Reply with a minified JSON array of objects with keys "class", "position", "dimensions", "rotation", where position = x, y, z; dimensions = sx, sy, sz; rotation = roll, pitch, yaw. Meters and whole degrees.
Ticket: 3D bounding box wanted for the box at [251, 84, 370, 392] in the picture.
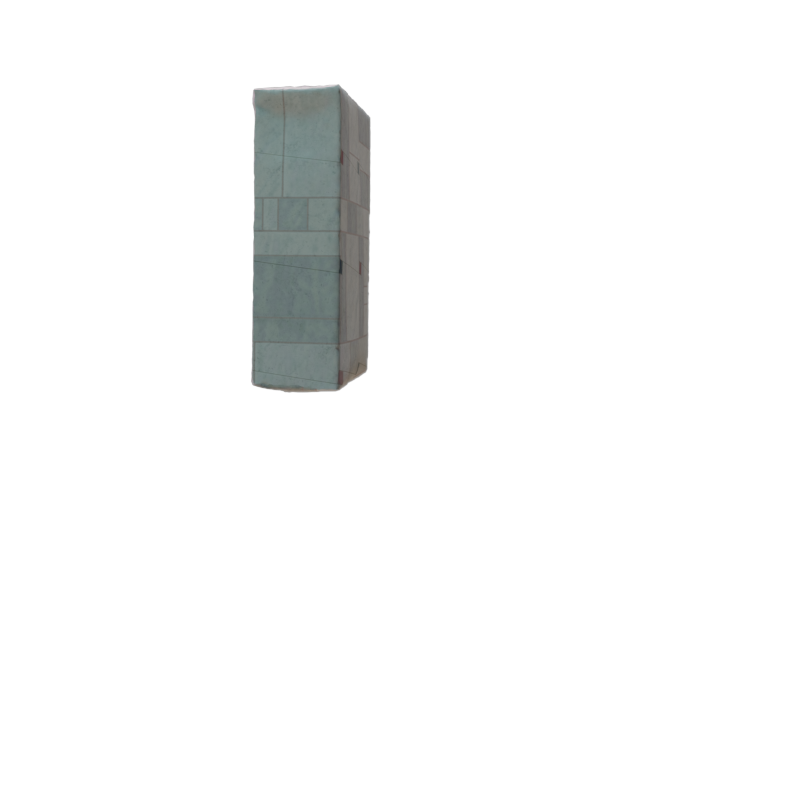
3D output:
[{"class":"box","position":[-0.066,-0.120,0.842],"dimensions":[0.073,0.214,0.163],"rotation":[0,1,6]}]
